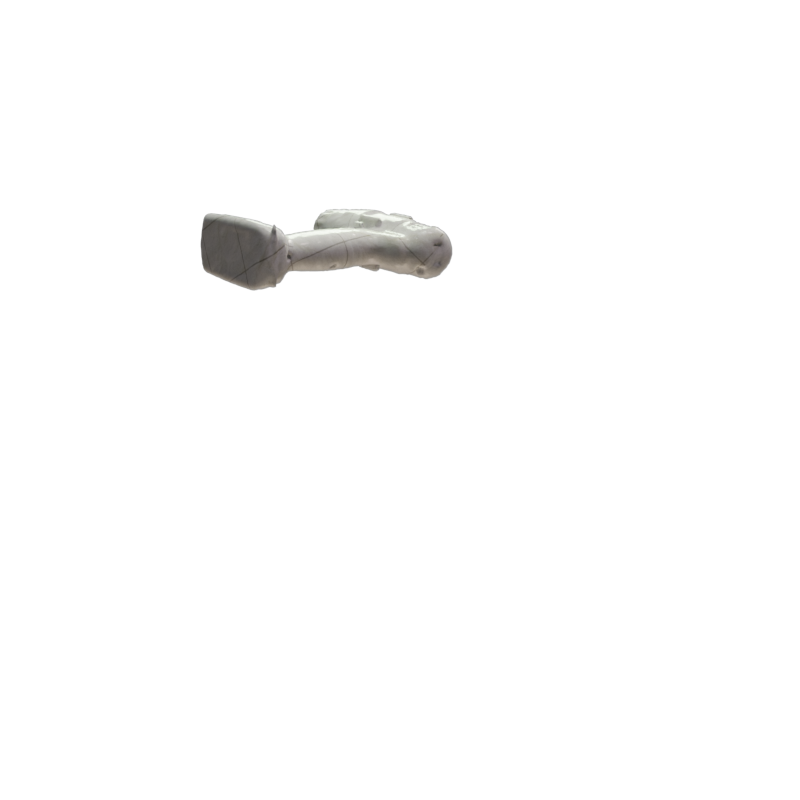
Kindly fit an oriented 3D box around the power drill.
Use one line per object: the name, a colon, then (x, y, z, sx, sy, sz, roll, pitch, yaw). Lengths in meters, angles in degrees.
power drill: (-0.076, -0.139, 0.974, 0.182, 0.056, 0.194, -10, 17, -33)
